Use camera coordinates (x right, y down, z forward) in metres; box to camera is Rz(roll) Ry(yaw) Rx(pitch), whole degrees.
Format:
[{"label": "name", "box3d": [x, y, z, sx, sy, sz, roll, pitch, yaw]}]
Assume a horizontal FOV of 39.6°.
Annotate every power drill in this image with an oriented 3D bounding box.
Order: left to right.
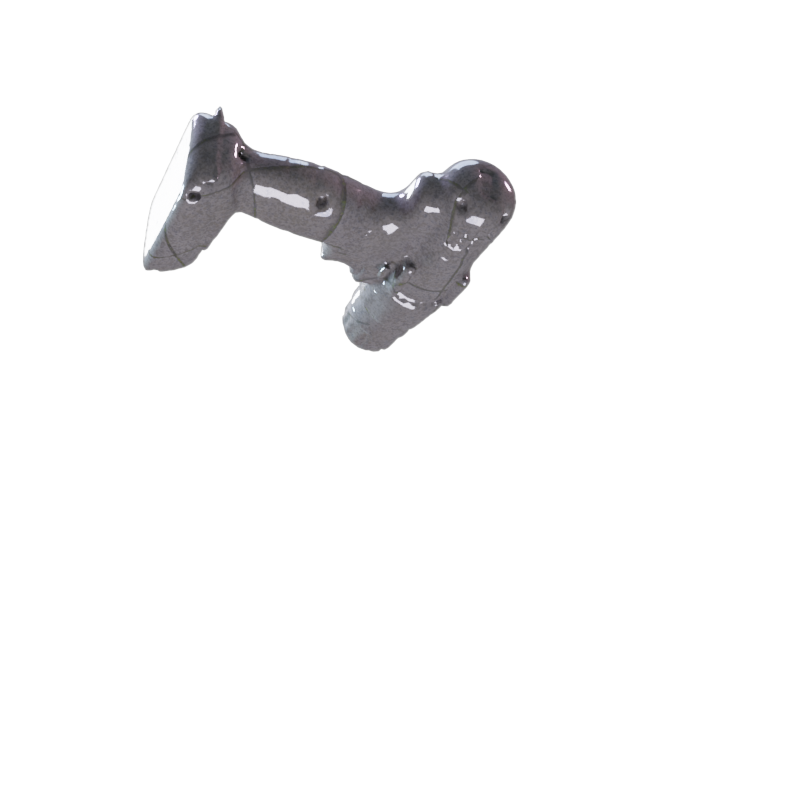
[{"label": "power drill", "box3d": [-0.051, -0.093, 0.651, 0.182, 0.061, 0.178, 11, -31, -19]}]
